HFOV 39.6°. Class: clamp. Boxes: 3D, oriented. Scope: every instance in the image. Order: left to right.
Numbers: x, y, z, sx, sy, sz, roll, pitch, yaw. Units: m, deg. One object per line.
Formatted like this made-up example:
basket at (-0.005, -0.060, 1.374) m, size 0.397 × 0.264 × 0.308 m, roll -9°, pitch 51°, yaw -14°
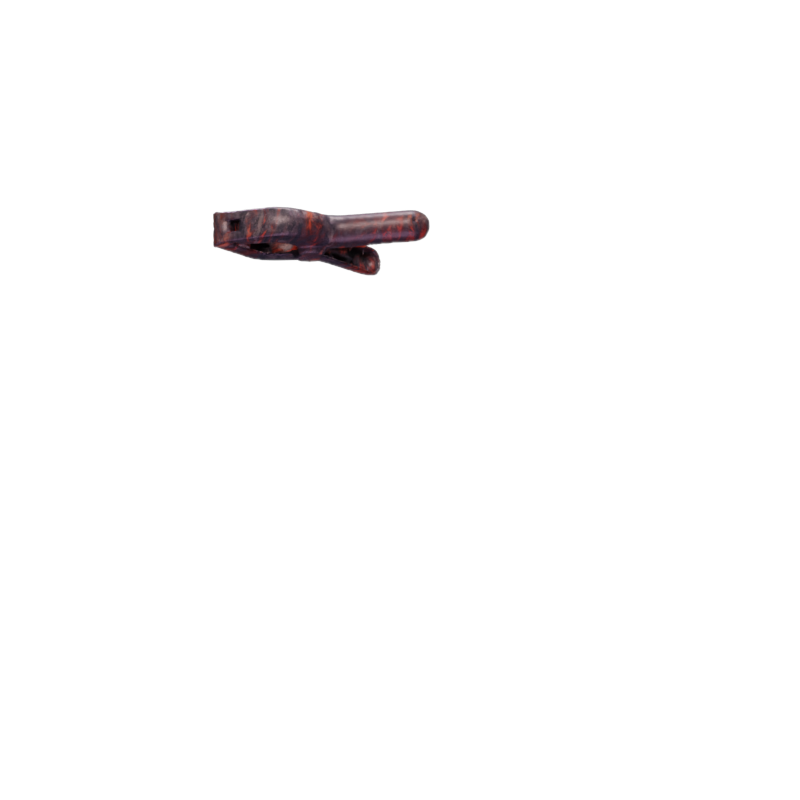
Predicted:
clamp at (-0.072, -0.132, 0.921) m, size 0.169 × 0.041 × 0.116 m, roll 3°, pitch -19°, yaw -10°
